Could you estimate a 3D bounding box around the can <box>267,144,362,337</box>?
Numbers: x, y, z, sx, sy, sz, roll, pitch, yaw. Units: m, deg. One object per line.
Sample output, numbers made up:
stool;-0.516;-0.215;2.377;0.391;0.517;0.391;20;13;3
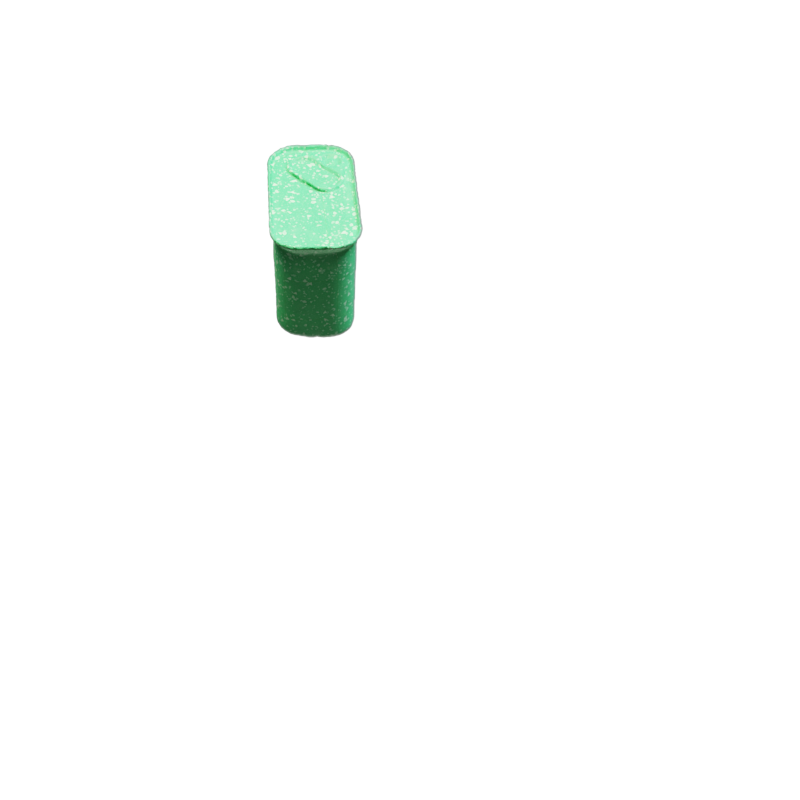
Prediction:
can;-0.057;-0.104;0.727;0.057;0.110;0.078;-2;-43;-5
